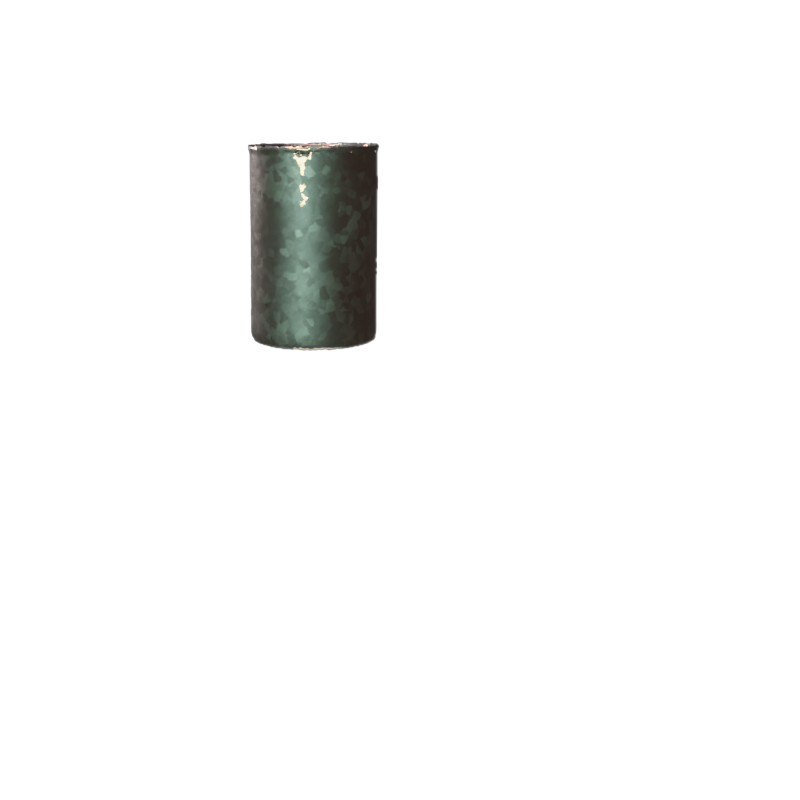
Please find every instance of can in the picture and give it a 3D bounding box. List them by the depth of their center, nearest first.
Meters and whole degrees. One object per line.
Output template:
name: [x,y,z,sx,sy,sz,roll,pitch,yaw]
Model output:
can: [-0.045,-0.083,0.578,0.068,0.100,0.070,0,9,-2]
